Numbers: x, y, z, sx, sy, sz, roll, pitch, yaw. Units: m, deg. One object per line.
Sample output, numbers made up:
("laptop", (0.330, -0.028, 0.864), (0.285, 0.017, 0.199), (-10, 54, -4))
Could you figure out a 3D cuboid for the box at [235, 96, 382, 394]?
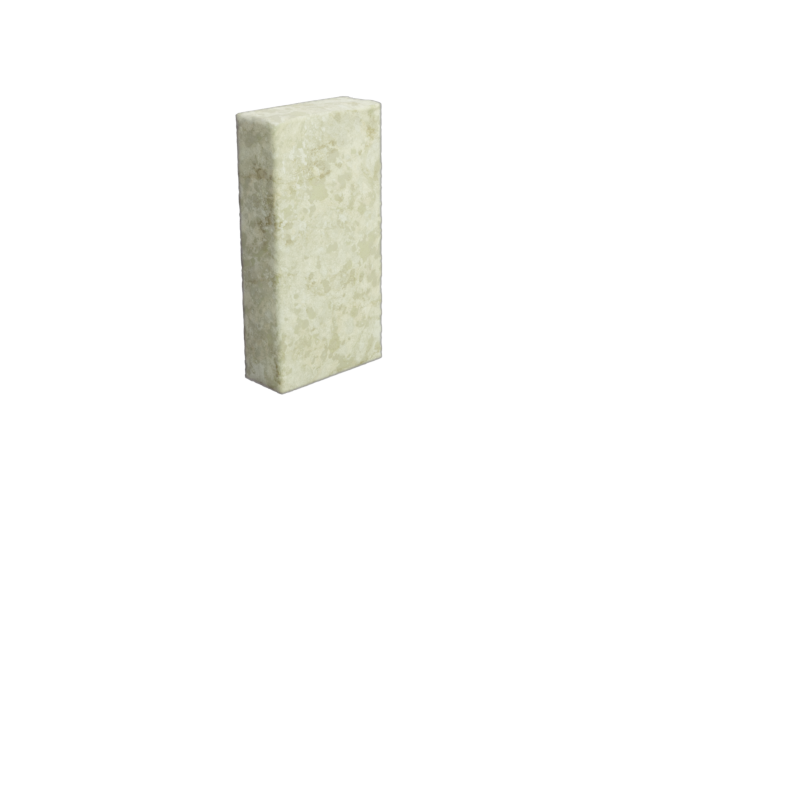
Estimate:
("box", (-0.056, -0.102, 0.714), (0.092, 0.168, 0.051), (-18, 28, -41))
